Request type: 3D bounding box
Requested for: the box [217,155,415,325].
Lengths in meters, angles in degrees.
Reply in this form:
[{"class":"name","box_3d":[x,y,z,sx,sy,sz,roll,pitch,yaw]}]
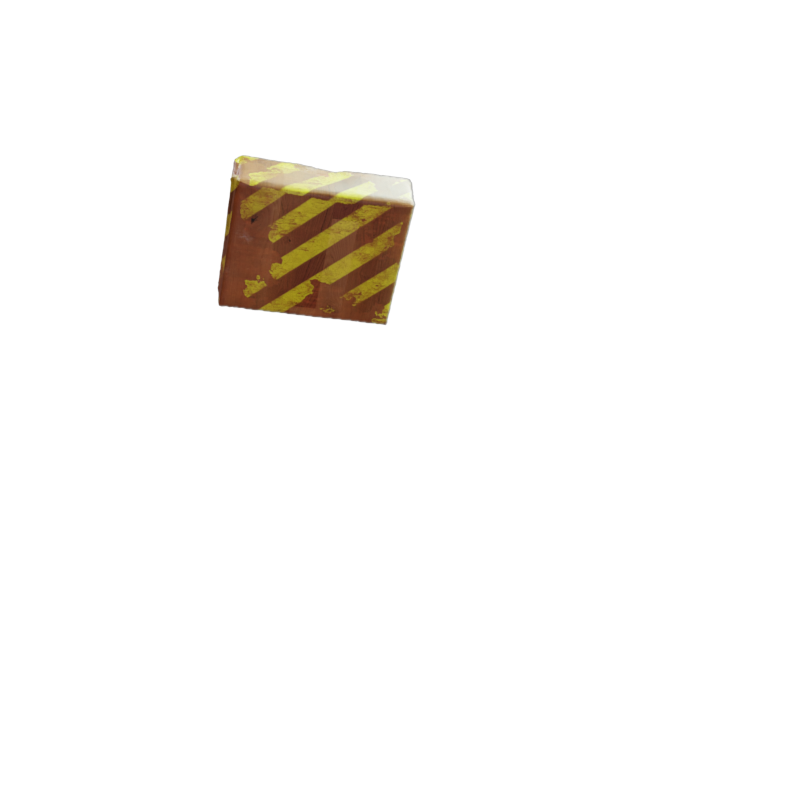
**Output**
[{"class":"box","box_3d":[-0.043,-0.079,0.552,0.088,0.069,0.032,8,34,-6]}]
